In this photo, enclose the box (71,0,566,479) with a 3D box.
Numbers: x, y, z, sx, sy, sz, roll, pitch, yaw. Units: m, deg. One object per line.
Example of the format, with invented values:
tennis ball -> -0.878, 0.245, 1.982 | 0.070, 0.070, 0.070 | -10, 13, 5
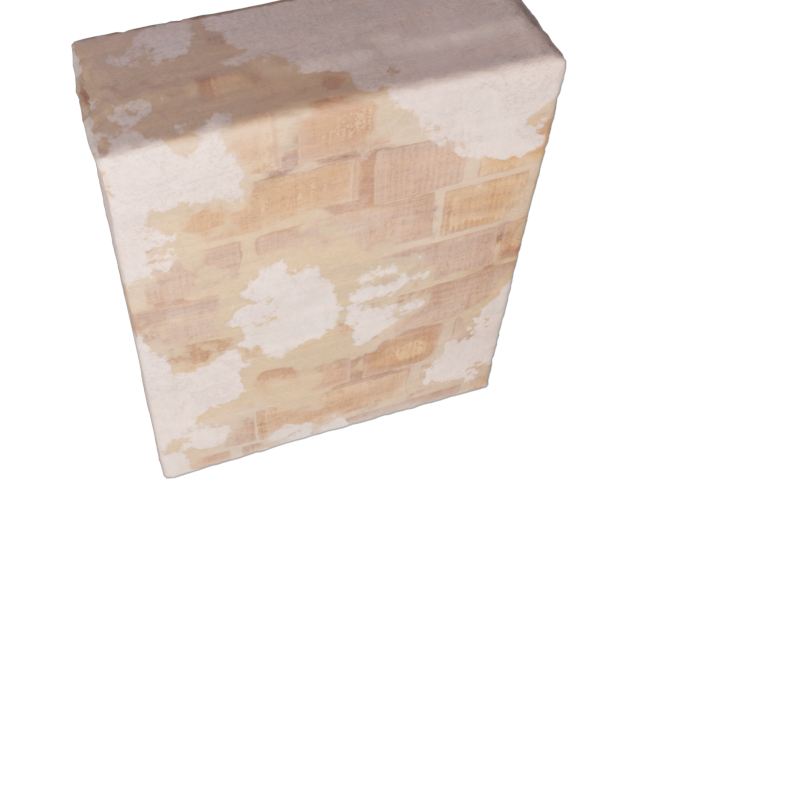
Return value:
box -> -0.036, -0.066, 0.461 | 0.163, 0.077, 0.200 | -15, -33, -13
